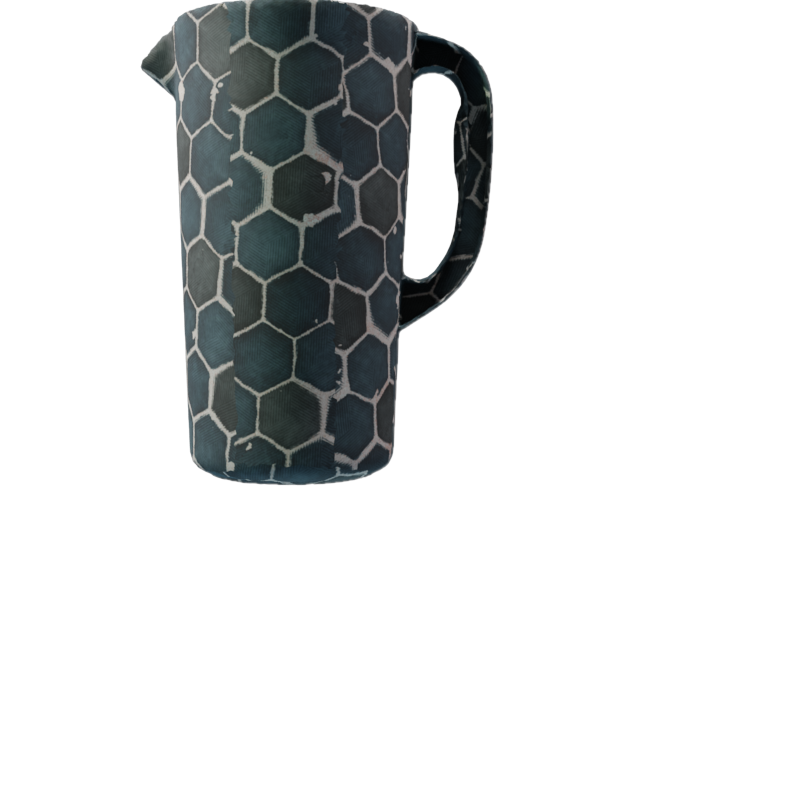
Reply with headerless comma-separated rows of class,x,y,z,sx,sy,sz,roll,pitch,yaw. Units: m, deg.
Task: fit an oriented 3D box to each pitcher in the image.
pitcher,-0.046,-0.084,0.591,0.139,0.244,0.155,0,0,-44
